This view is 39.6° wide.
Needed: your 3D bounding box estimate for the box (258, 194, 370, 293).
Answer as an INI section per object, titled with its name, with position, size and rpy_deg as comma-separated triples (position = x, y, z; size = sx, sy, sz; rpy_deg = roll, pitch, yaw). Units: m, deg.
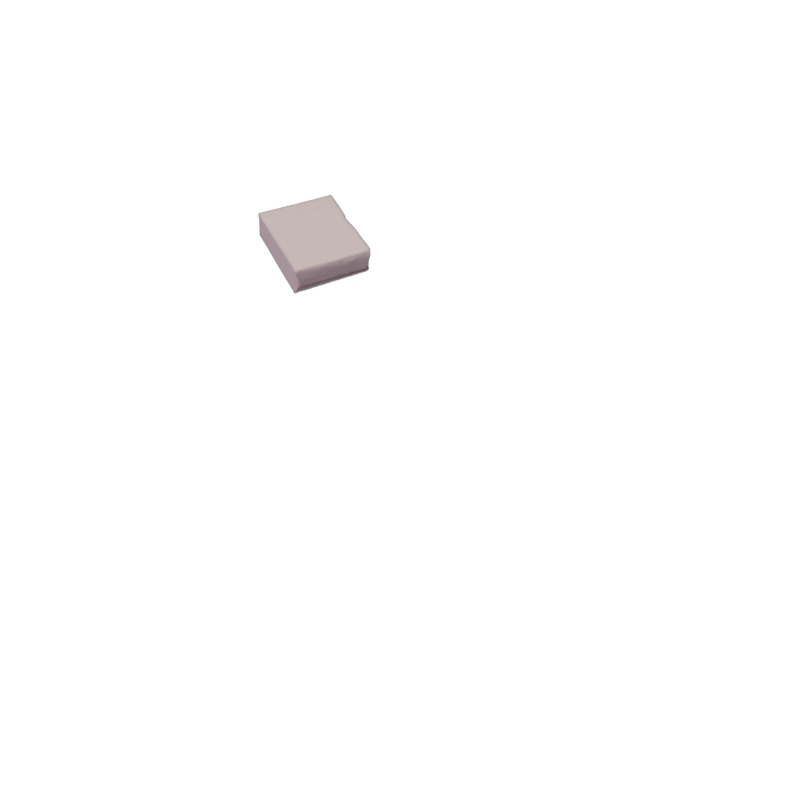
[box]
position = -0.078, -0.142, 0.992
size = 0.072, 0.028, 0.097
rpy_deg = -17, 47, -17
